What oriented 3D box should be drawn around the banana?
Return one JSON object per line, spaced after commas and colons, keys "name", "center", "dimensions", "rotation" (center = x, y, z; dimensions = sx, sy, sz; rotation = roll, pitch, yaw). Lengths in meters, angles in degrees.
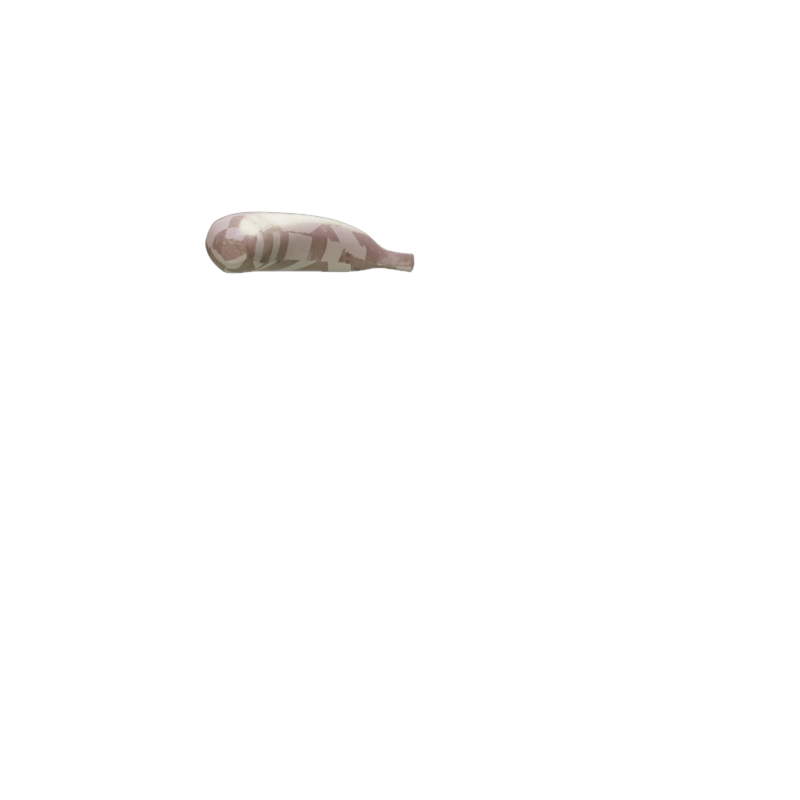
{"name": "banana", "center": [-0.065, -0.094, 0.660], "dimensions": [0.072, 0.036, 0.192], "rotation": [3, 7, 30]}
